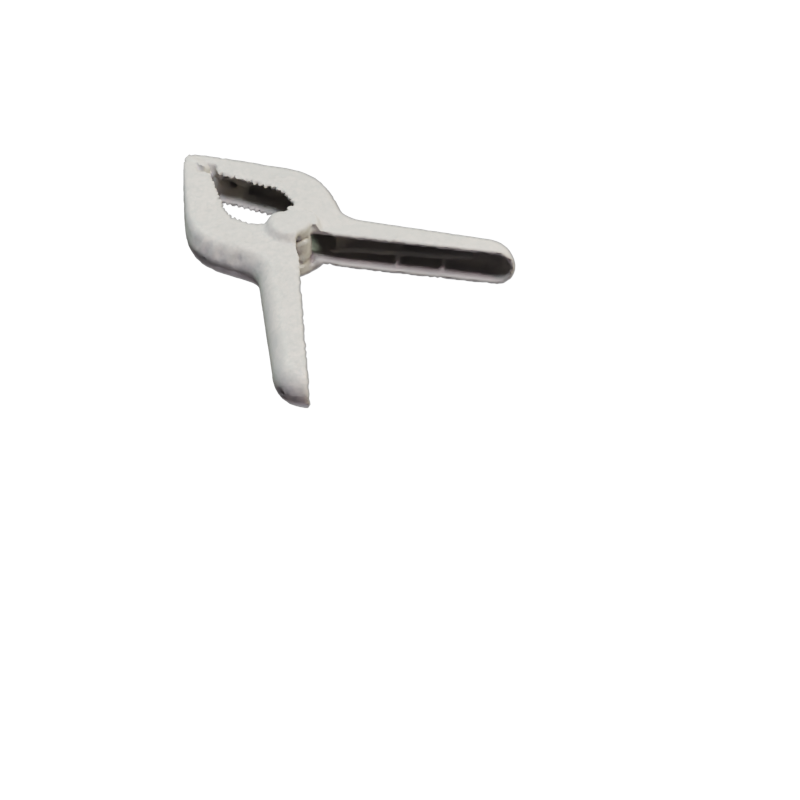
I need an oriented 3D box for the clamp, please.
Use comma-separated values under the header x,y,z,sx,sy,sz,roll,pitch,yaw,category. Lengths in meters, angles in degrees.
x,y,z,sx,sy,sz,roll,pitch,yaw,category
-0.050,-0.092,0.645,0.163,0.034,0.226,-25,47,-26,clamp
